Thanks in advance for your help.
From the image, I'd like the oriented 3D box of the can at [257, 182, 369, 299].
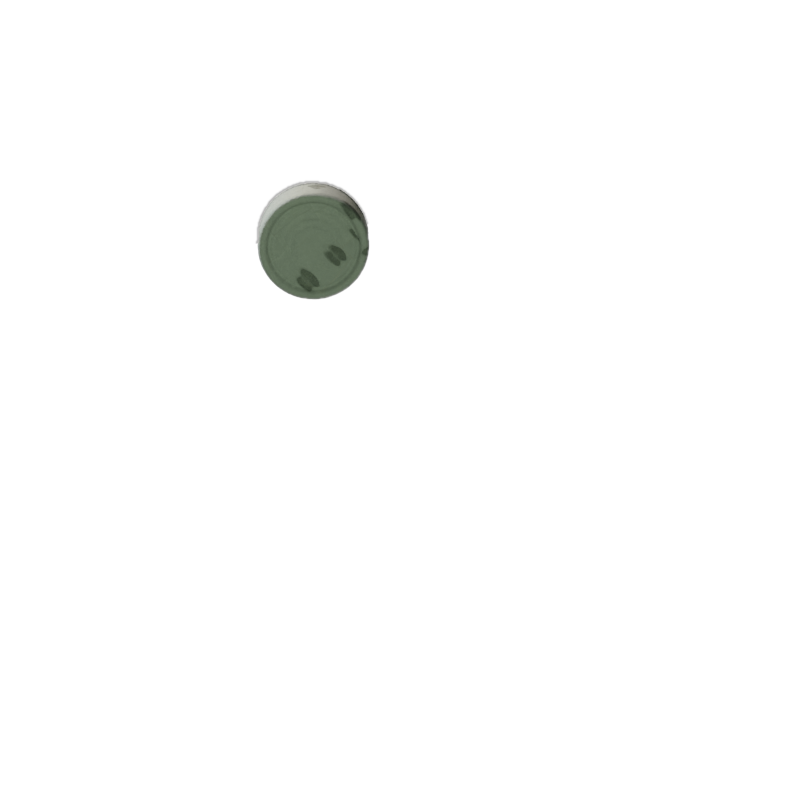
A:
[{"bbox_3d":[-0.066,-0.121,0.848,0.086,0.082,0.035,0,19,-1],"label":"can"}]
